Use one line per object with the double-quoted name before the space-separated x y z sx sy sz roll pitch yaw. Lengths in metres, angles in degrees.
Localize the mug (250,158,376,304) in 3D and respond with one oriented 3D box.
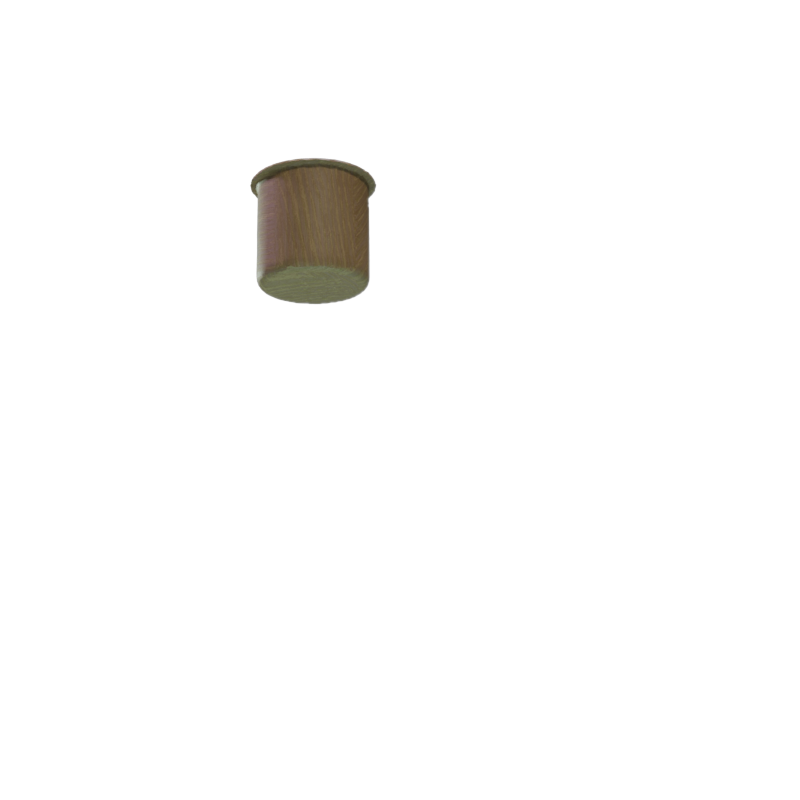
"mug" -0.064 -0.117 0.820 0.093 0.085 0.112 0 -17 -2
